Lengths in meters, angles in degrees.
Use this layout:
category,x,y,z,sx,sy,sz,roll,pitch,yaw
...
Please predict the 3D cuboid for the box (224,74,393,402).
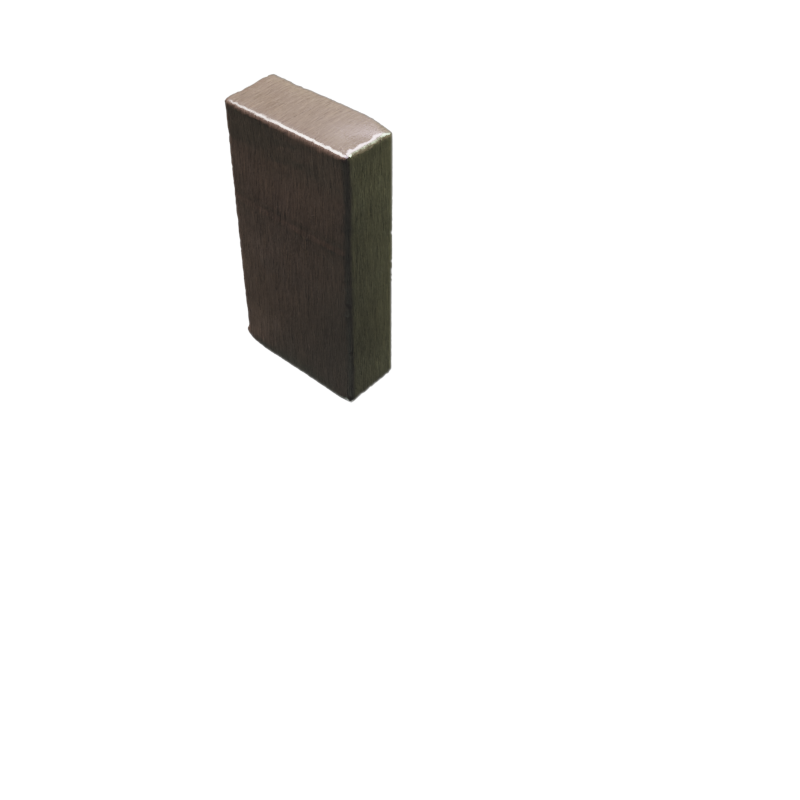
category,x,y,z,sx,sy,sz,roll,pitch,yaw
box,-0.050,-0.092,0.641,0.099,0.164,0.048,32,48,30
